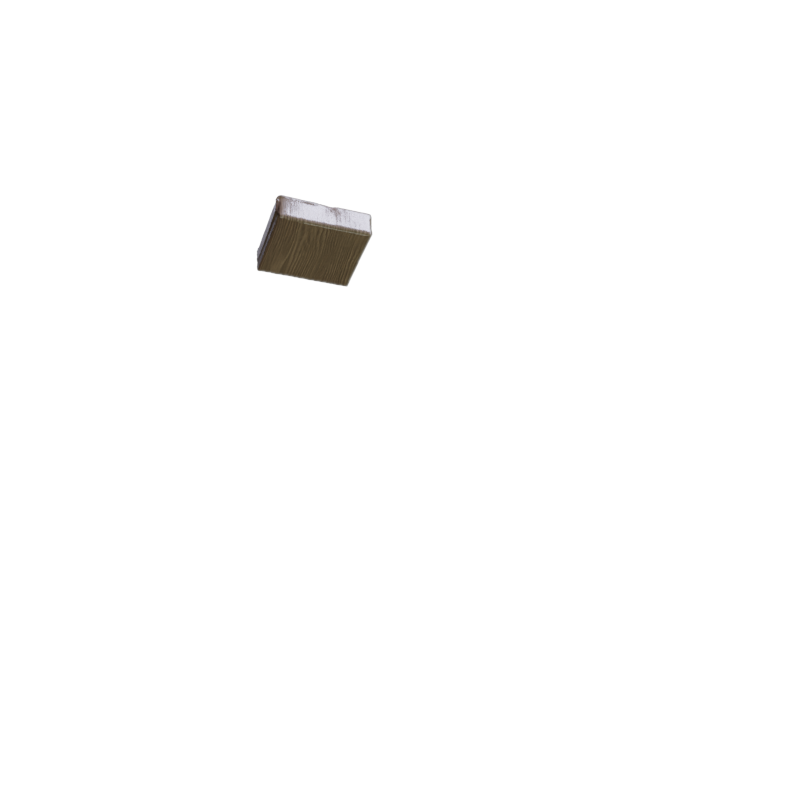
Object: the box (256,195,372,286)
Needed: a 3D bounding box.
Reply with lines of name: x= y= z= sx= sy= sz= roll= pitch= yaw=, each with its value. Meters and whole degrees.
box: x=-0.078 y=-0.142 z=0.997 sx=0.087 sy=0.032 sz=0.070 roll=11 pitch=-41 yaw=-13
